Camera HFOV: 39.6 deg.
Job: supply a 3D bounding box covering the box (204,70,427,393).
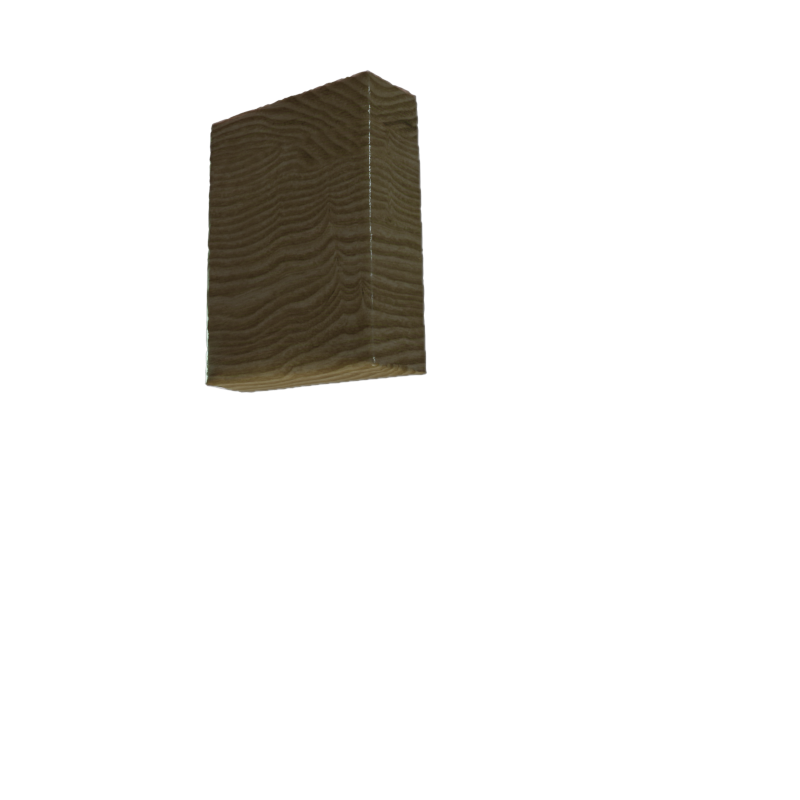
[{"bbox_3d":[-0.065,-0.119,0.834,0.168,0.221,0.068,-10,-17,37],"label":"box"}]
